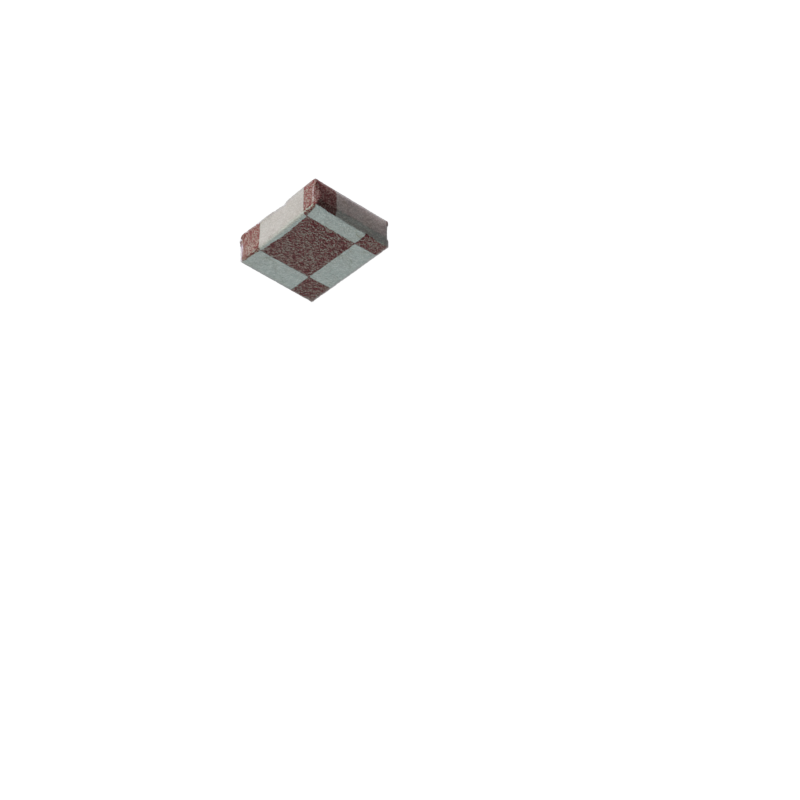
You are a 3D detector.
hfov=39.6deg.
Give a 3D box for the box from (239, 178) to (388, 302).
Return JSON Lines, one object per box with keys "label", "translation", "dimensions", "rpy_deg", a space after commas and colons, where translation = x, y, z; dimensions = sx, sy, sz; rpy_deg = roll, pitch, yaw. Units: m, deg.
{"label": "box", "translation": [-0.065, -0.118, 0.827], "dimensions": [0.069, 0.032, 0.089], "rpy_deg": [29, -45, -34]}
